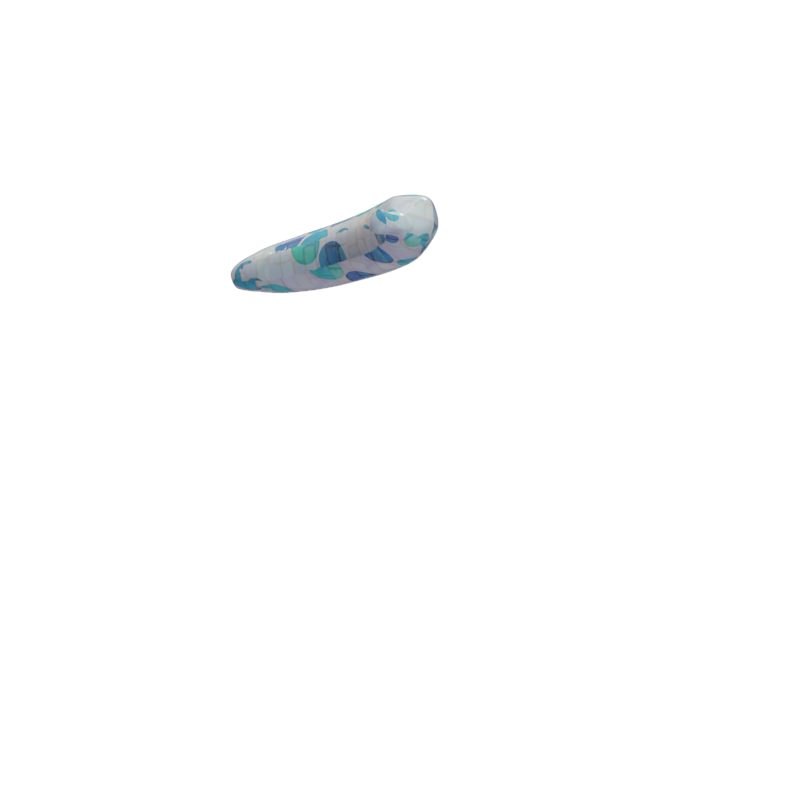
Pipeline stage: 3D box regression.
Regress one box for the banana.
[{"bbox_3d":[-0.033,-0.092,0.651,0.067,0.038,0.200,4,-7,-30],"label":"banana"}]
